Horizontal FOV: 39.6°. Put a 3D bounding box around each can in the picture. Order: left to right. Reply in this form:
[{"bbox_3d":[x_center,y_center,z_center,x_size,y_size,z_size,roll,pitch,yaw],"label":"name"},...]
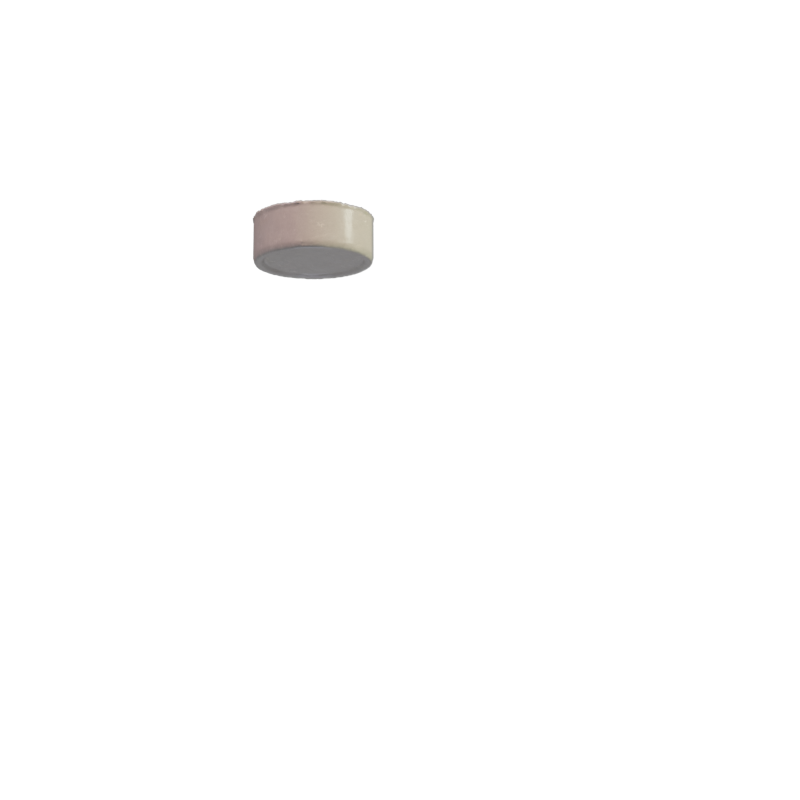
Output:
[{"bbox_3d":[-0.061,-0.111,0.780,0.086,0.035,0.083,0,-10,-2],"label":"can"}]
